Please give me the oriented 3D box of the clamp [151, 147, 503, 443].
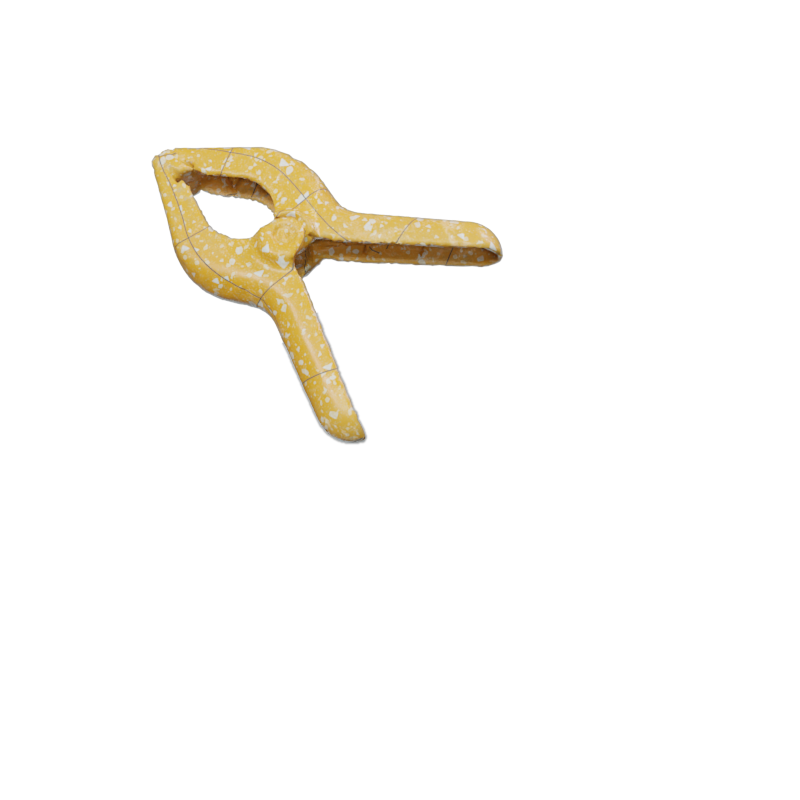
[{"bbox_3d":[-0.041,-0.075,0.526,0.121,0.180,0.037,-41,-20,-18],"label":"clamp"}]
